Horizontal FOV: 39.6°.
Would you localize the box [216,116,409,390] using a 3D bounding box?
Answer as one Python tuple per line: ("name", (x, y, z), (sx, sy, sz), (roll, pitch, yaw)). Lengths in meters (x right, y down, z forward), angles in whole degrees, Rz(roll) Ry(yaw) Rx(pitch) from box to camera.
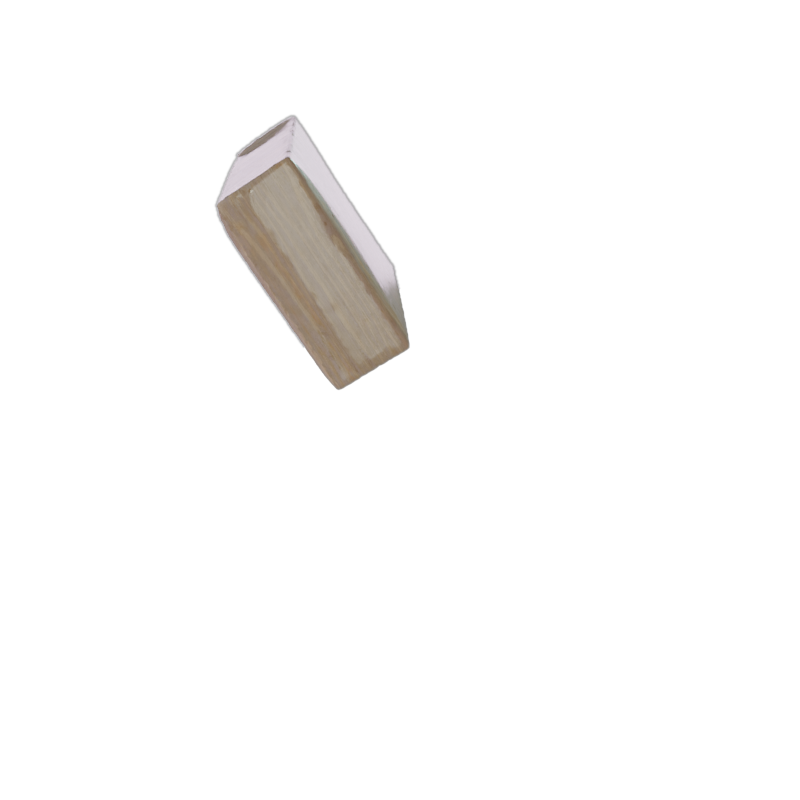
("box", (-0.068, -0.124, 0.870), (0.072, 0.158, 0.223), (-32, 18, 8))
